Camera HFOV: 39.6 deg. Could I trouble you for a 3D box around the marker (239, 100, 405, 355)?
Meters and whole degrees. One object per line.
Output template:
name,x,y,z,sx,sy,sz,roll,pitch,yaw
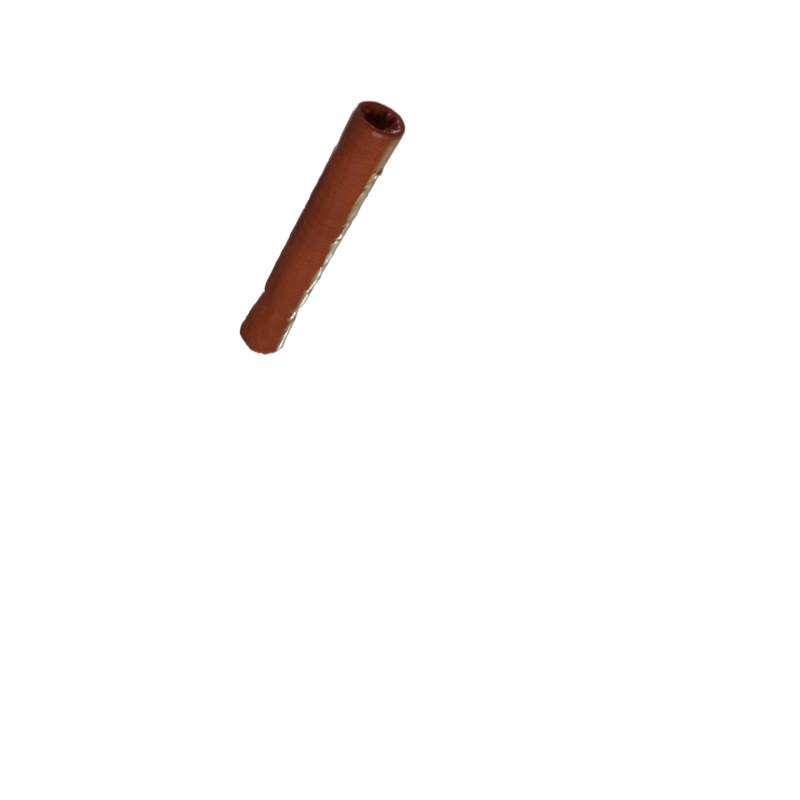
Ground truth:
marker,-0.032,-0.058,0.406,0.019,0.021,0.116,-1,-38,-34
